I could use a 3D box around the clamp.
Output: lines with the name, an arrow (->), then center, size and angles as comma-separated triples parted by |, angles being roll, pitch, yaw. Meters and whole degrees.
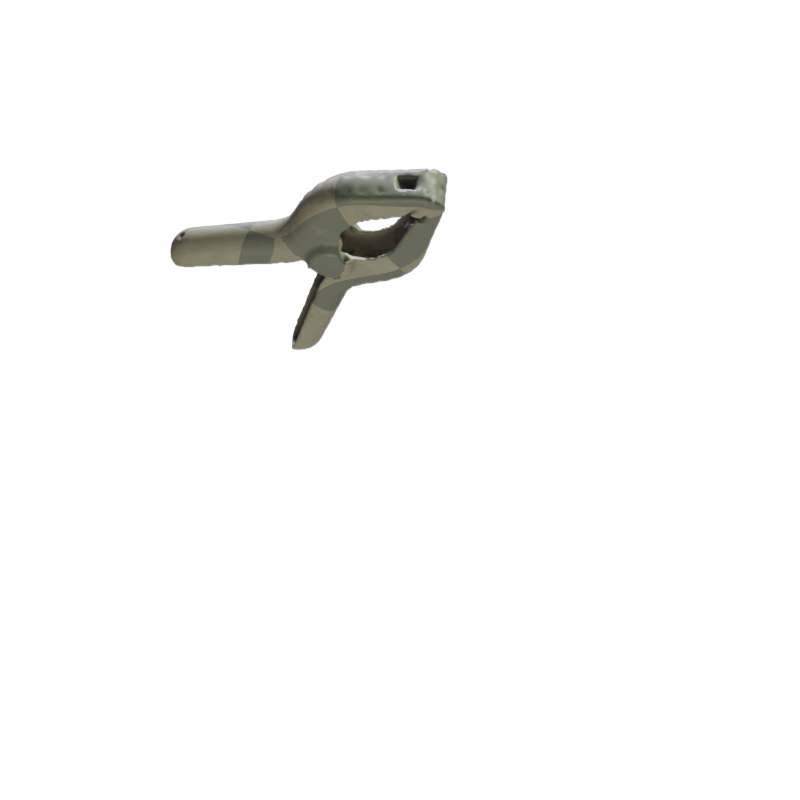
clamp -> -0.051, -0.093, 0.651 | 0.113, 0.042, 0.170 | 26, -43, -32
